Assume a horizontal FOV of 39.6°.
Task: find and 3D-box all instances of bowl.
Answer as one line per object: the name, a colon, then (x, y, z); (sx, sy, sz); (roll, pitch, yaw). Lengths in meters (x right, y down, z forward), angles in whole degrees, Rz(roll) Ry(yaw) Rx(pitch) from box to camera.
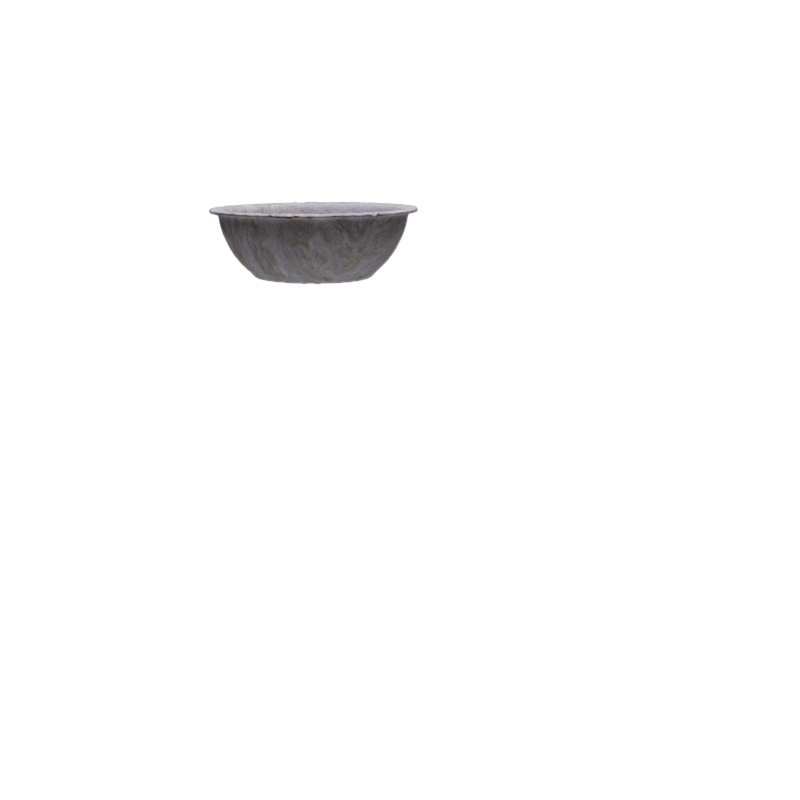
bowl: (-0.067, -0.123, 0.859); (0.162, 0.054, 0.166); (0, 12, -2)
